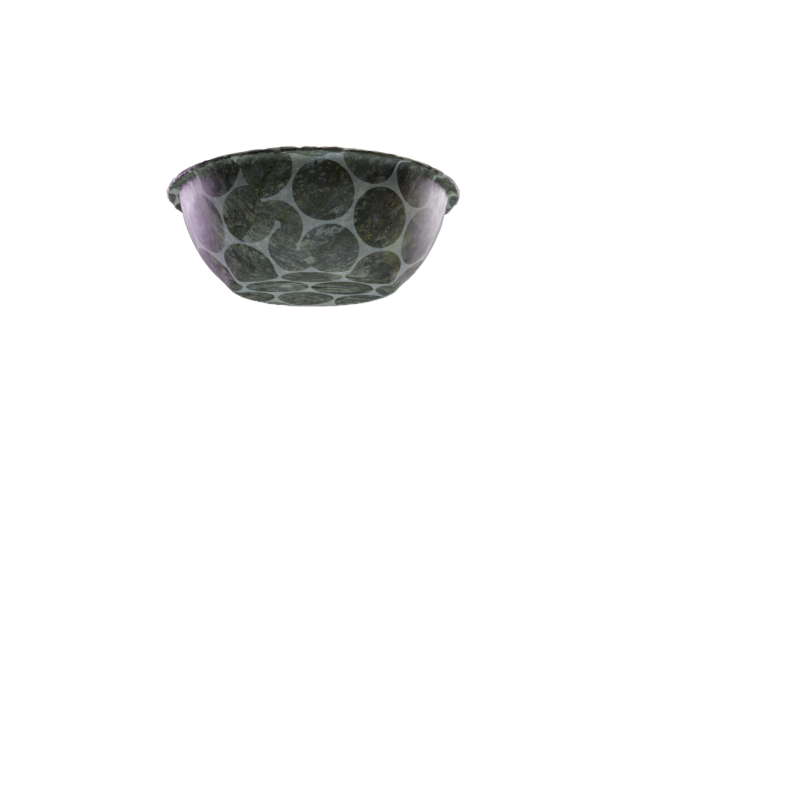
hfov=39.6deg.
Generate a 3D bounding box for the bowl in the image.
[{"bbox_3d":[-0.048,-0.087,0.610,0.162,0.057,0.158,0,-8,-2],"label":"bowl"}]
